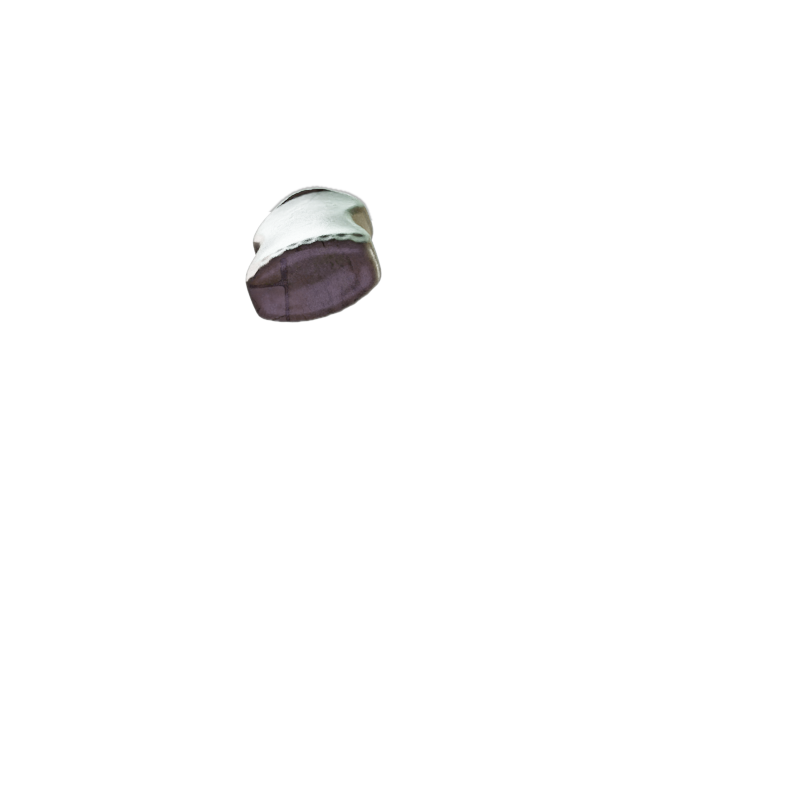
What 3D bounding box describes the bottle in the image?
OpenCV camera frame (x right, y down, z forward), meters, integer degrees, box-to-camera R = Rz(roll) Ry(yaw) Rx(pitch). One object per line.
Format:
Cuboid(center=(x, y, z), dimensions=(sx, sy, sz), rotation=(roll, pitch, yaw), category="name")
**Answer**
Cuboid(center=(-0.069, -0.125, 0.874), dimensions=(0.096, 0.055, 0.202), rotation=(-19, 25, 5), category="bottle")
